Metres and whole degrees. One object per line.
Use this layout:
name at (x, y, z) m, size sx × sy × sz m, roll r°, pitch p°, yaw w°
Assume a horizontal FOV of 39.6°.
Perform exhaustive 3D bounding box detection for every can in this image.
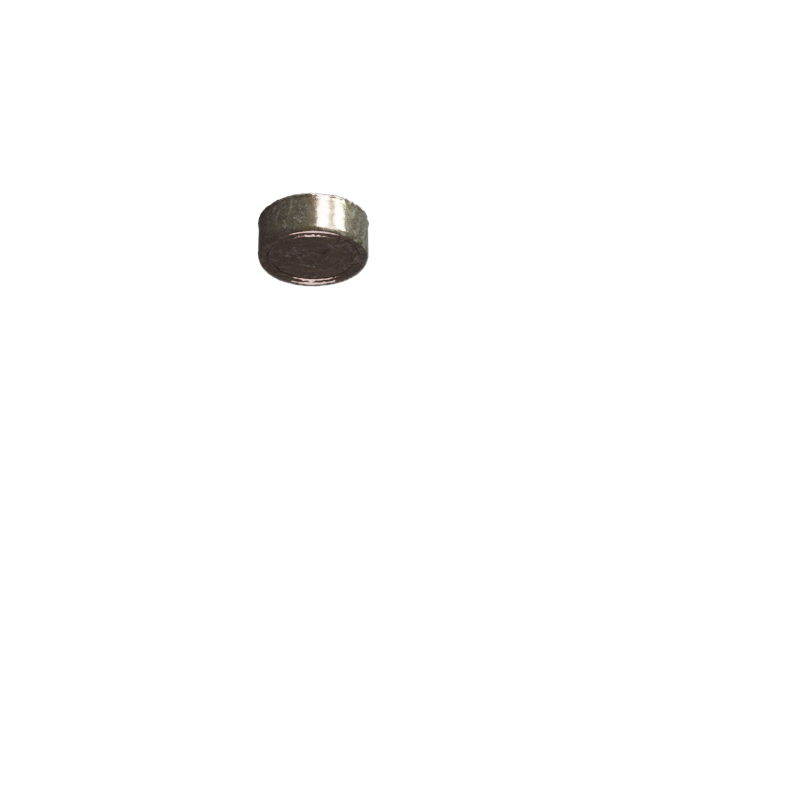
can at (-0.066, -0.121, 0.848) m, size 0.086 × 0.036 × 0.081 m, roll 1°, pitch -26°, yaw -2°
